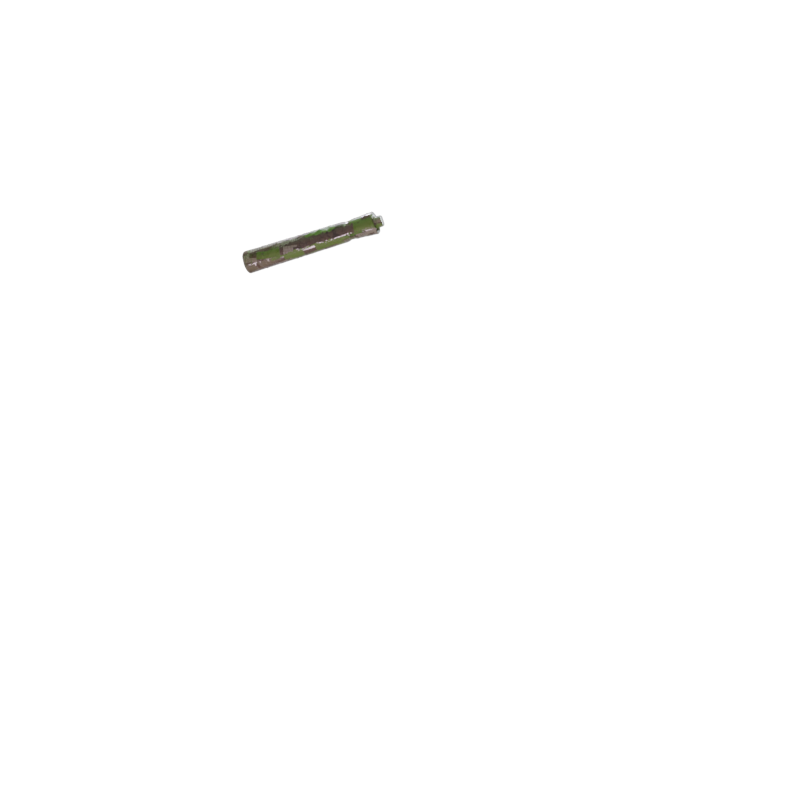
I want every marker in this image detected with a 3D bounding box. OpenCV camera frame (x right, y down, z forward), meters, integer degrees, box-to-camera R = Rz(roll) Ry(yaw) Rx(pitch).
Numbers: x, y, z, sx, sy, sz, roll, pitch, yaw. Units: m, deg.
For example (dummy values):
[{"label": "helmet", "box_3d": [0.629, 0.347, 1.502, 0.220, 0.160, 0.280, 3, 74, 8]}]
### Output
[{"label": "marker", "box_3d": [-0.071, -0.130, 0.908, 0.122, 0.020, 0.019, -15, 0, 16]}]
